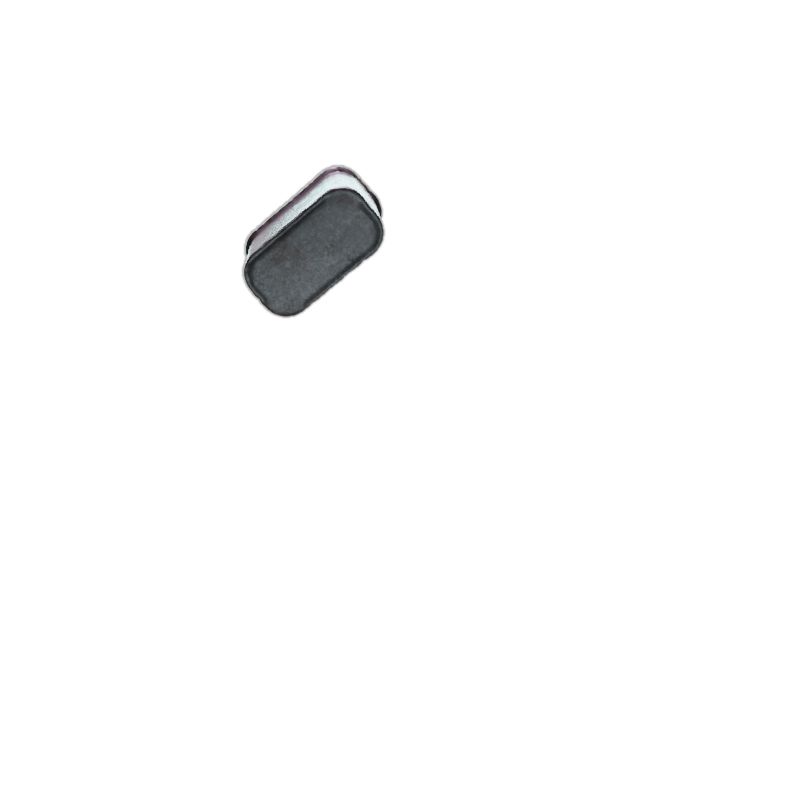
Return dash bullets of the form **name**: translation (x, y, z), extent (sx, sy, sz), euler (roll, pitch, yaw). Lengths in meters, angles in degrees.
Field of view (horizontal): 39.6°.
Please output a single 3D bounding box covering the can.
- **can**: translation (-0.059, -0.108, 0.759), extent (0.101, 0.056, 0.087), euler (-39, 14, 7)
